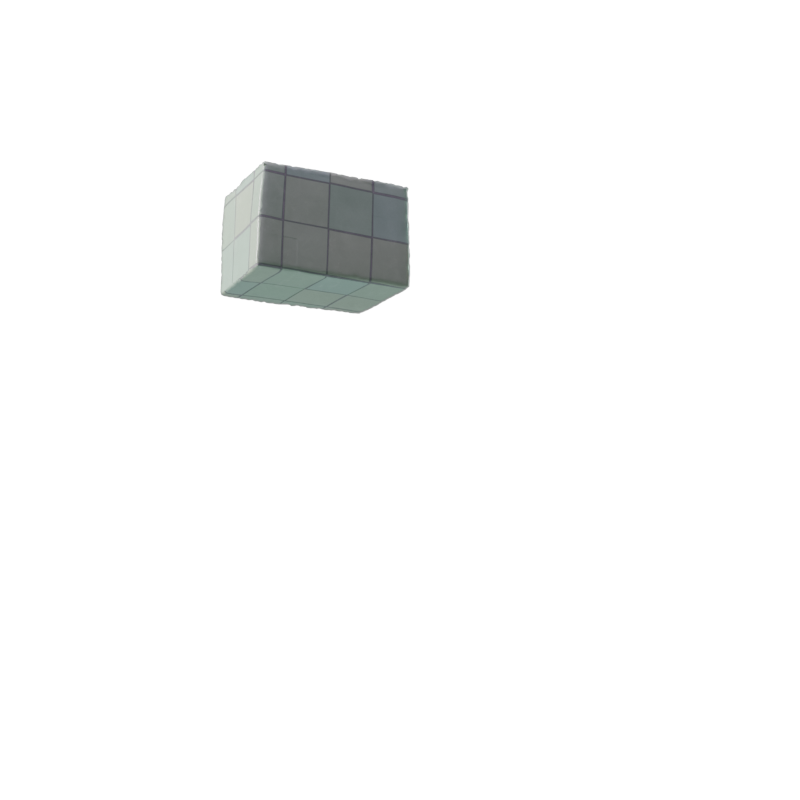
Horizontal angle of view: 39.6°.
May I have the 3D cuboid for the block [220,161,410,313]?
[{"bbox_3d":[-0.041,-0.075,0.528,0.075,0.053,0.053,6,-17,-26],"label":"block"}]
